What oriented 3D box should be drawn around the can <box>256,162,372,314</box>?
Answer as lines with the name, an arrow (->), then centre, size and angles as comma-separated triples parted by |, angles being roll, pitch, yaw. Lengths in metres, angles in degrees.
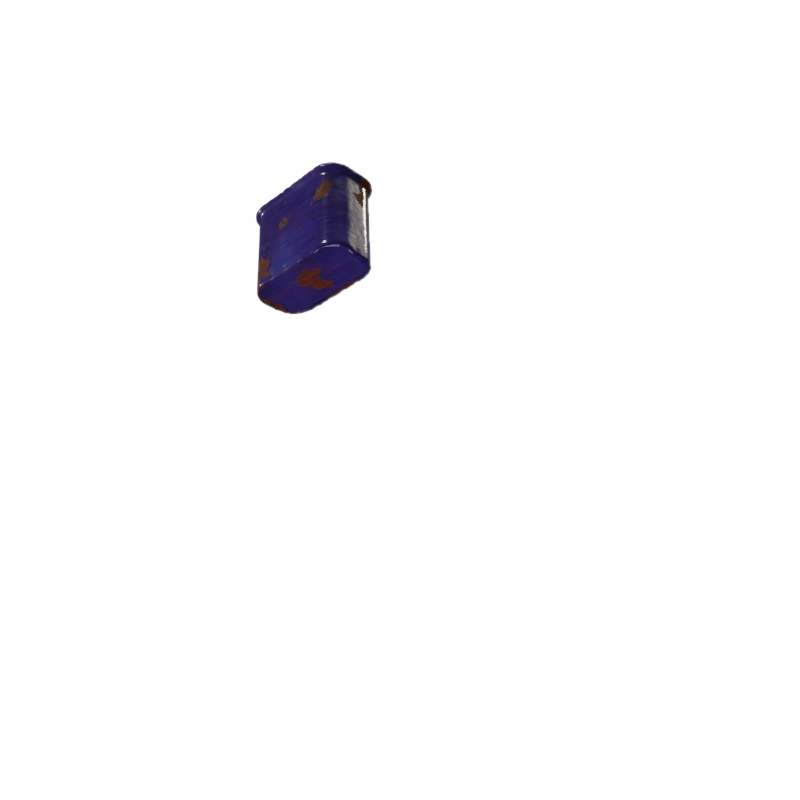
can -> -0.070, -0.127, 0.888 | 0.101, 0.090, 0.054 | -30, -44, 34
